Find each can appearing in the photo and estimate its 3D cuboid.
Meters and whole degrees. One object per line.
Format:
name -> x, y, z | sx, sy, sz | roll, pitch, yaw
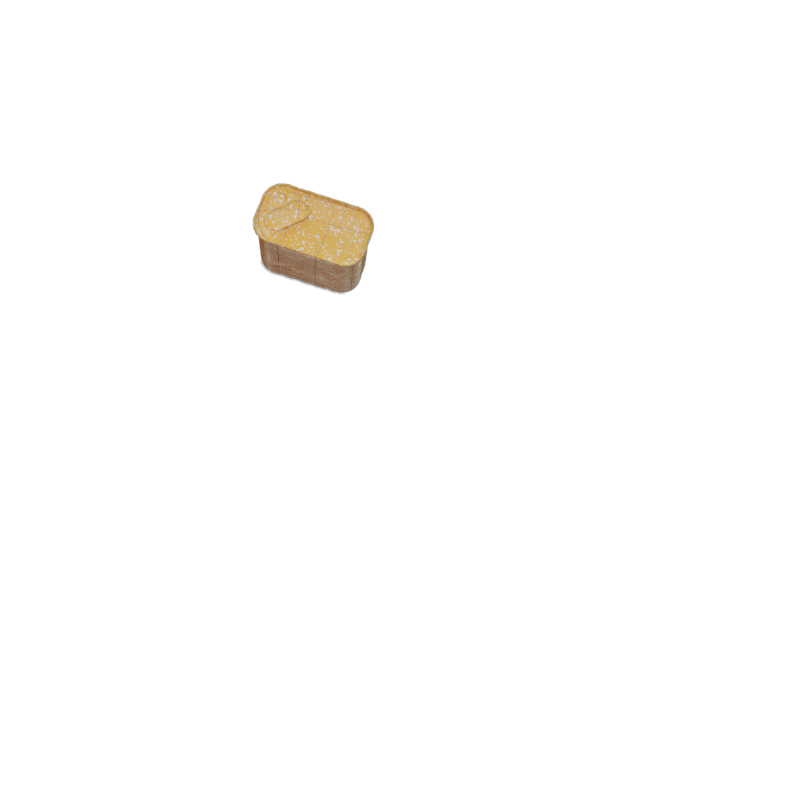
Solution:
can -> -0.078, -0.141, 0.990 | 0.103, 0.059, 0.080 | 19, -17, 5
